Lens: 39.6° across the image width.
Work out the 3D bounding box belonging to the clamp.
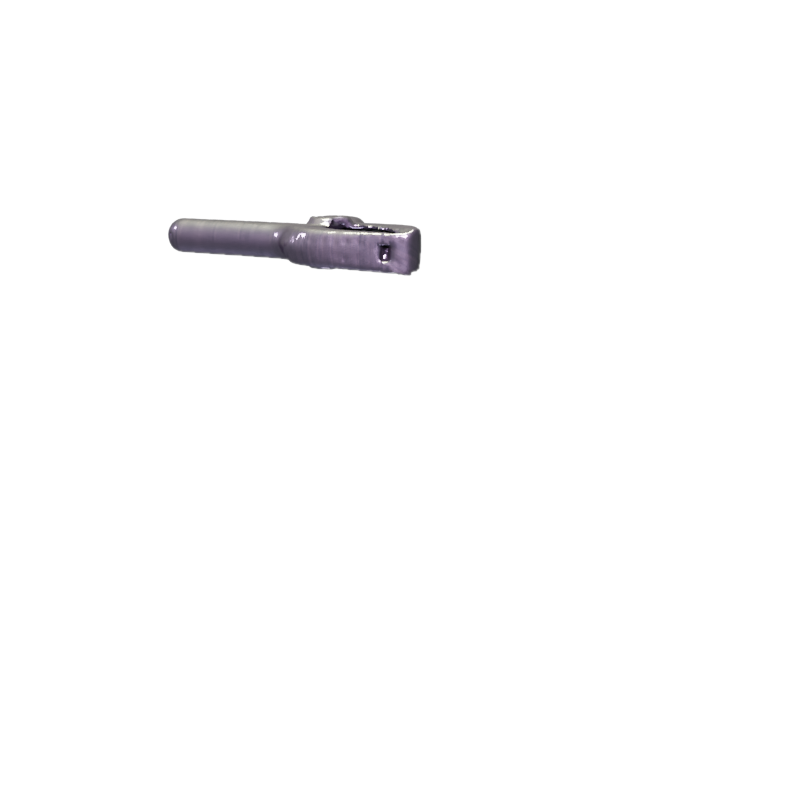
[{"bbox_3d":[-0.060,-0.110,0.769,0.160,0.036,0.220,-6,14,-25],"label":"clamp"}]
